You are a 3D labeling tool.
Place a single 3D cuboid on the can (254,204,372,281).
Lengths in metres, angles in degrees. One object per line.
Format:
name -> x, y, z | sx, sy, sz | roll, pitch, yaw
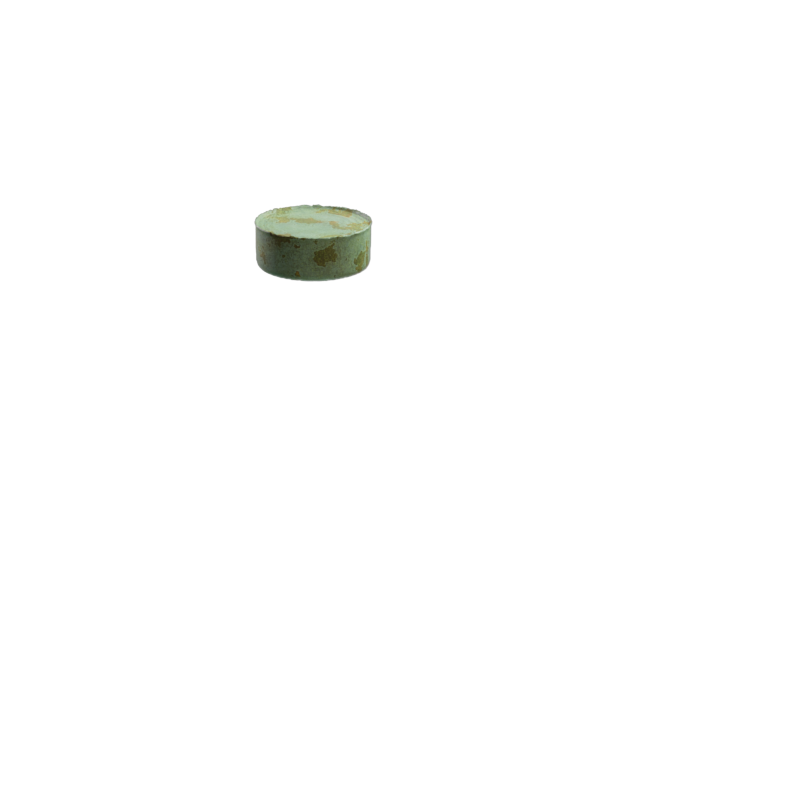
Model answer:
can -> -0.064, -0.116, 0.812 | 0.086, 0.032, 0.090 | -1, 24, -2
